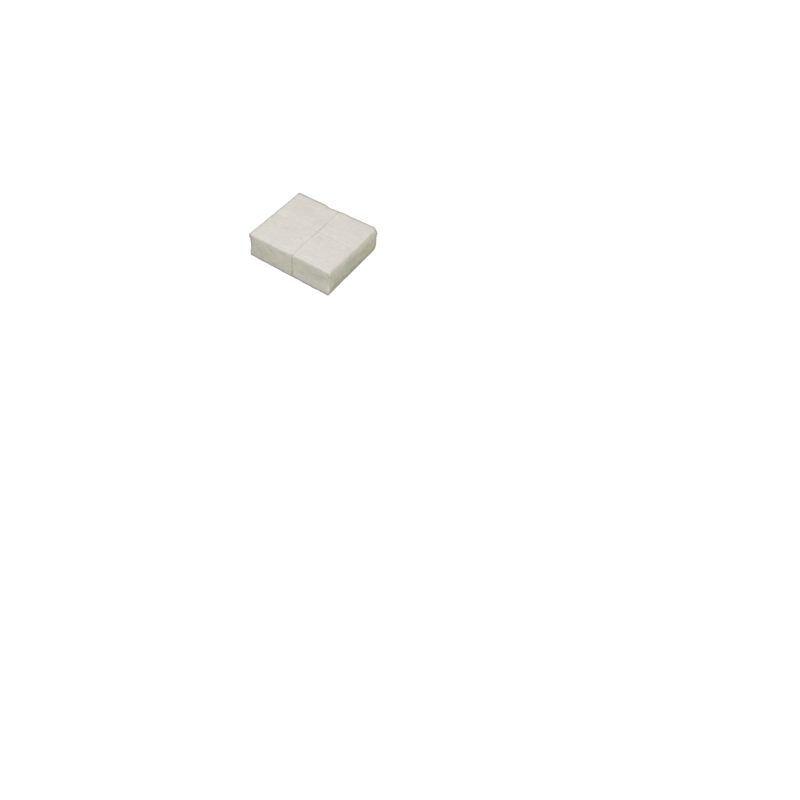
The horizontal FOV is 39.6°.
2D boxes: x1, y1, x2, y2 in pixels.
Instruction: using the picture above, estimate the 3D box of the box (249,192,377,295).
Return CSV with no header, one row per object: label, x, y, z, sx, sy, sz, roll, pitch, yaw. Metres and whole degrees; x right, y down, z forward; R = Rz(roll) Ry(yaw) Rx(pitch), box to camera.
box,-0.077,-0.140,0.982,0.094,0.028,0.074,27,51,24
